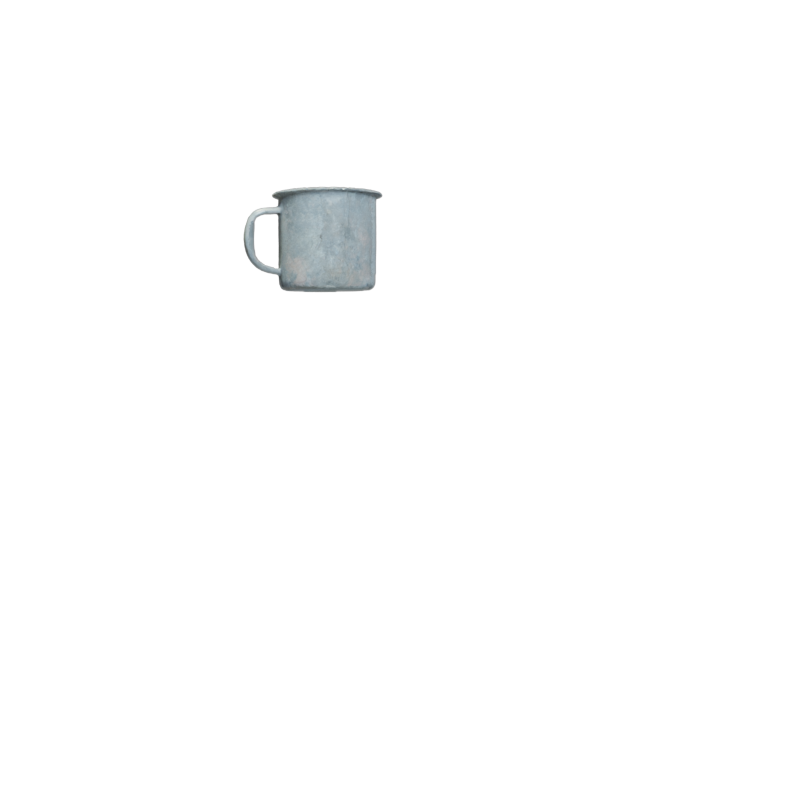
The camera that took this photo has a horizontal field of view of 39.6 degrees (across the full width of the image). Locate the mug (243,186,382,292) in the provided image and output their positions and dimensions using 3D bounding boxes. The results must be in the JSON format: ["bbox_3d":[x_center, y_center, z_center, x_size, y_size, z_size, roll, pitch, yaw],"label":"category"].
[{"bbox_3d":[-0.073,-0.132,0.927,0.115,0.082,0.095,0,0,-16],"label":"mug"}]
